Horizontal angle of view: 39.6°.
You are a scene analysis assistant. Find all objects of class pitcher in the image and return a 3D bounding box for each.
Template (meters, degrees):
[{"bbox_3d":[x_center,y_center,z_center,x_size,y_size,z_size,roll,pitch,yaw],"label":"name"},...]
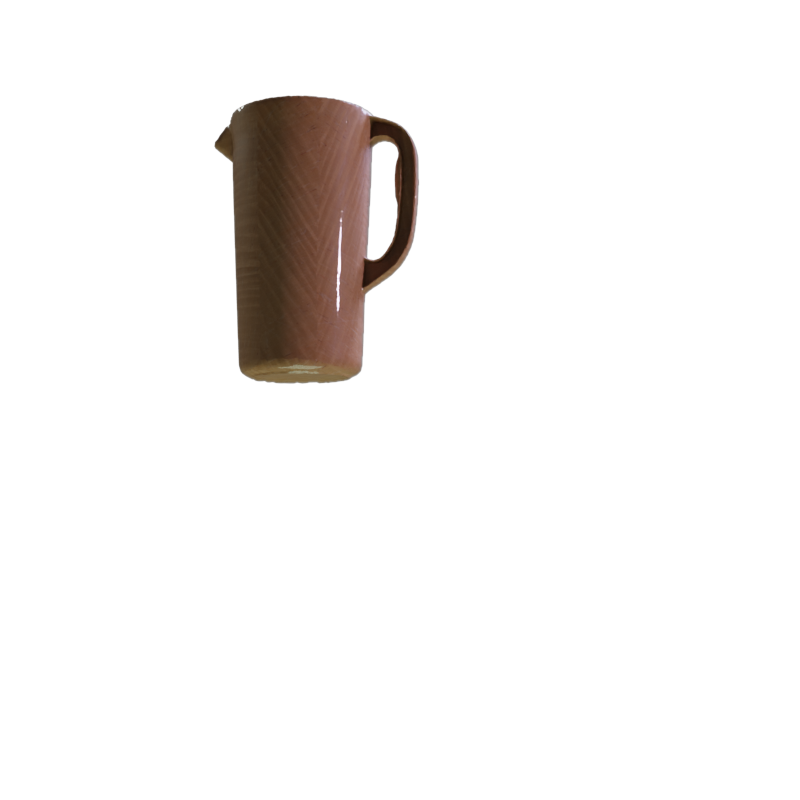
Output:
[{"bbox_3d":[-0.077,-0.141,0.987,0.139,0.250,0.152,7,-13,-34],"label":"pitcher"}]
